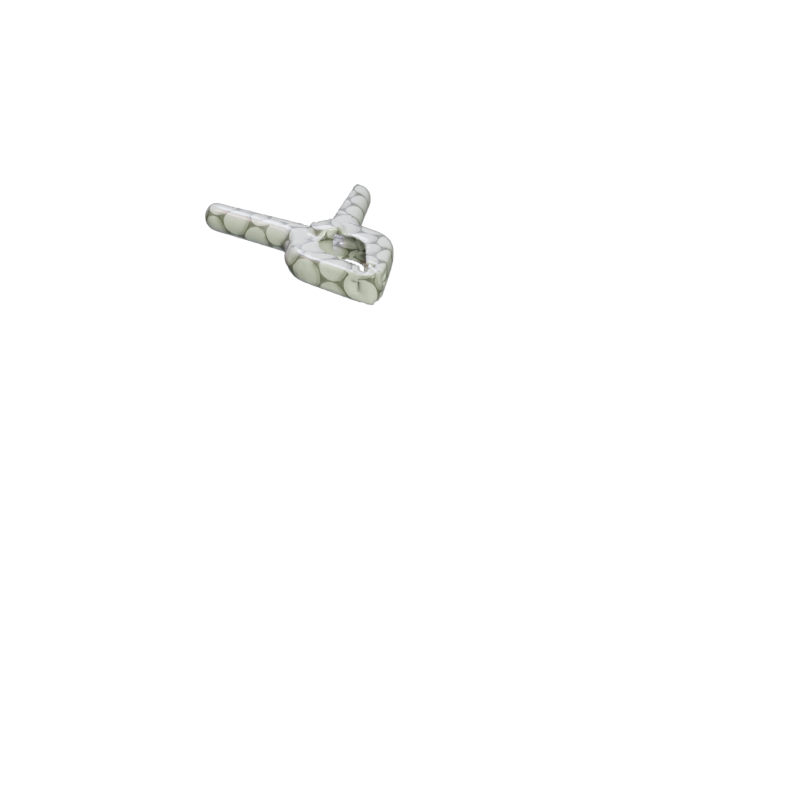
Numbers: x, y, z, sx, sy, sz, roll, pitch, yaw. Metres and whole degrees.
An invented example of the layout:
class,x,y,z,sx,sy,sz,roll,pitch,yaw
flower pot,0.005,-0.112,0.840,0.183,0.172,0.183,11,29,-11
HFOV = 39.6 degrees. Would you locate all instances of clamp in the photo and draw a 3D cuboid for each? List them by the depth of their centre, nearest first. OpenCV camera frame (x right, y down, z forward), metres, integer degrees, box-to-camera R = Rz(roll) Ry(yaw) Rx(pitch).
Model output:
class,x,y,z,sx,sy,sz,roll,pitch,yaw
clamp,-0.077,-0.140,0.977,0.162,0.034,0.226,-9,31,-15
